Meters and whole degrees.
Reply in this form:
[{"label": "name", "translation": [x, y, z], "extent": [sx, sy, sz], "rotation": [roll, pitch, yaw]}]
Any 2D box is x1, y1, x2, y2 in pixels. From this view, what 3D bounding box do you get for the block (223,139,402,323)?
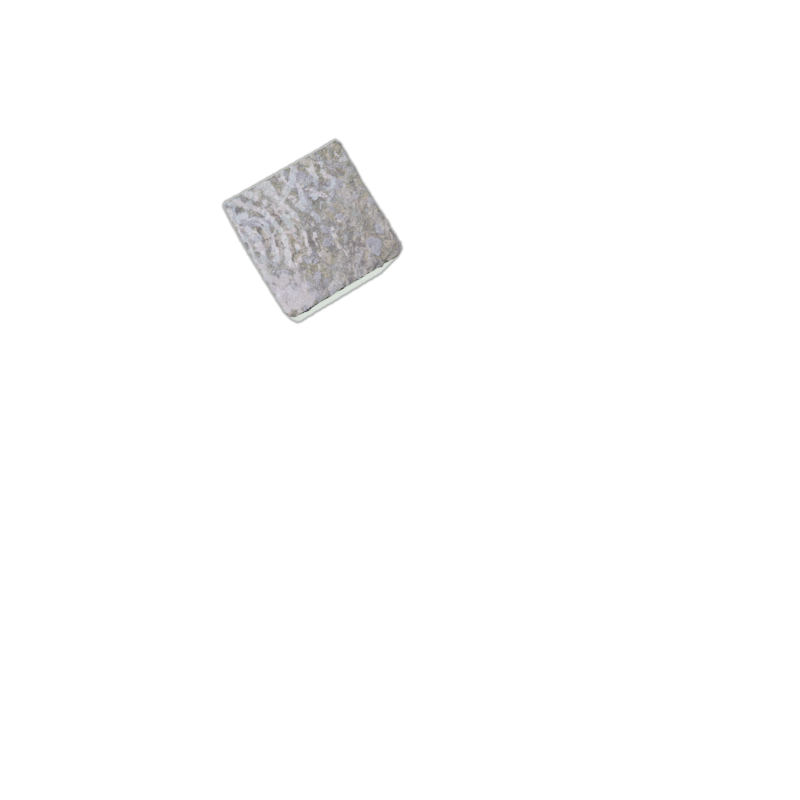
[{"label": "block", "translation": [-0.065, -0.117, 0.826], "extent": [0.091, 0.090, 0.206], "rotation": [-31, 3, -3]}]
